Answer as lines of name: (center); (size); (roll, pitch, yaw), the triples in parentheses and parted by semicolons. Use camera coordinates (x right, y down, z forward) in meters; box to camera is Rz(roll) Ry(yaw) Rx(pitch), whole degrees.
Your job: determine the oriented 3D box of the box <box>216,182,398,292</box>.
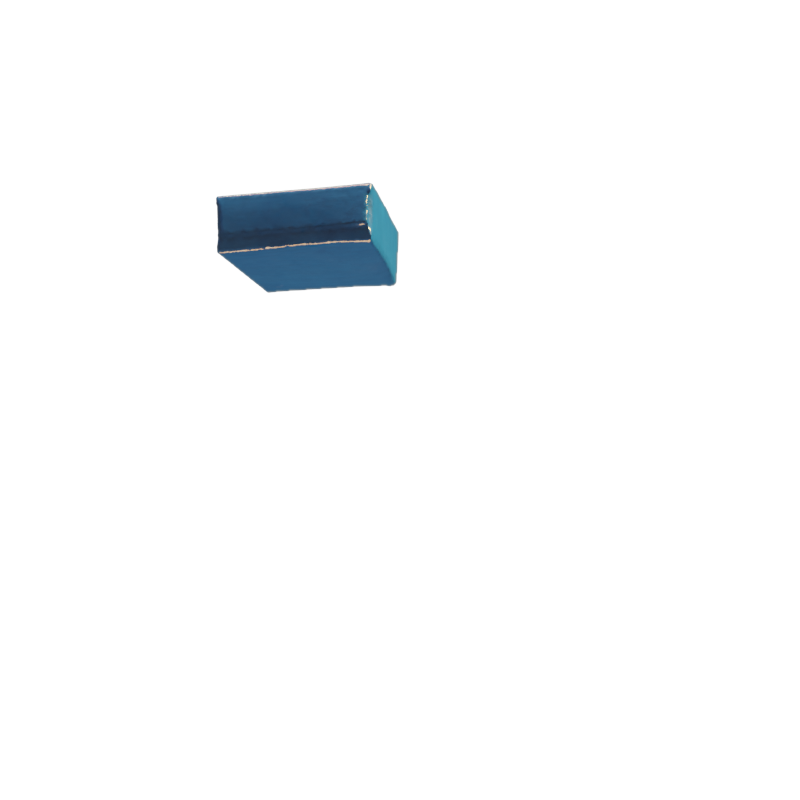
box: (-0.052, -0.094, 0.662); (0.091, 0.040, 0.109); (-2, -10, 9)
